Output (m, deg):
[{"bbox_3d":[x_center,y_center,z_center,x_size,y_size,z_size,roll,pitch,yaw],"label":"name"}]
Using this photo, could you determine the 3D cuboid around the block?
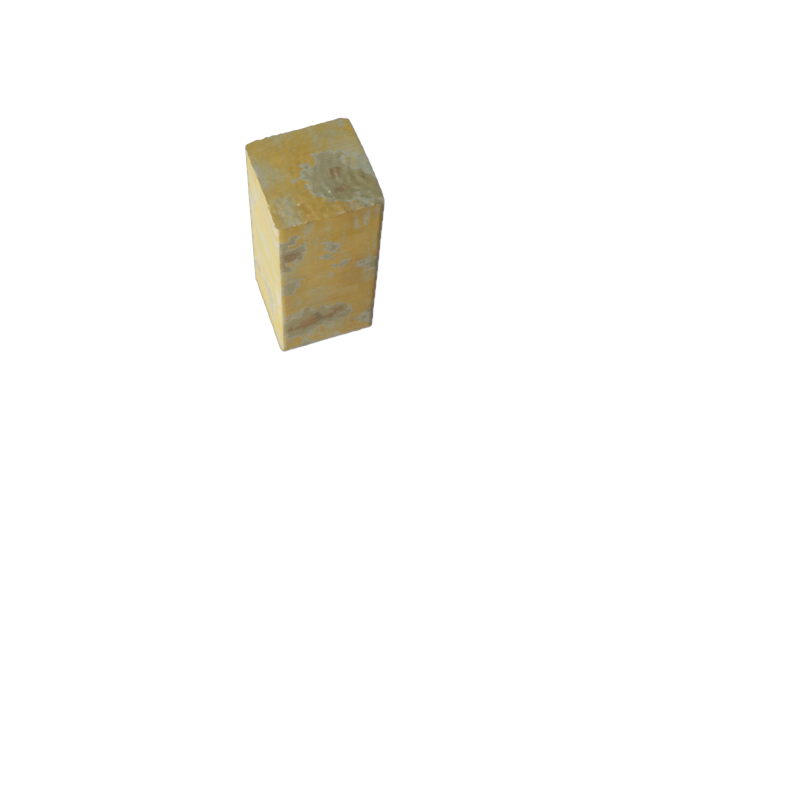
[{"bbox_3d":[-0.074,-0.136,0.950,0.090,0.096,0.194,-17,-24,-11],"label":"block"}]
